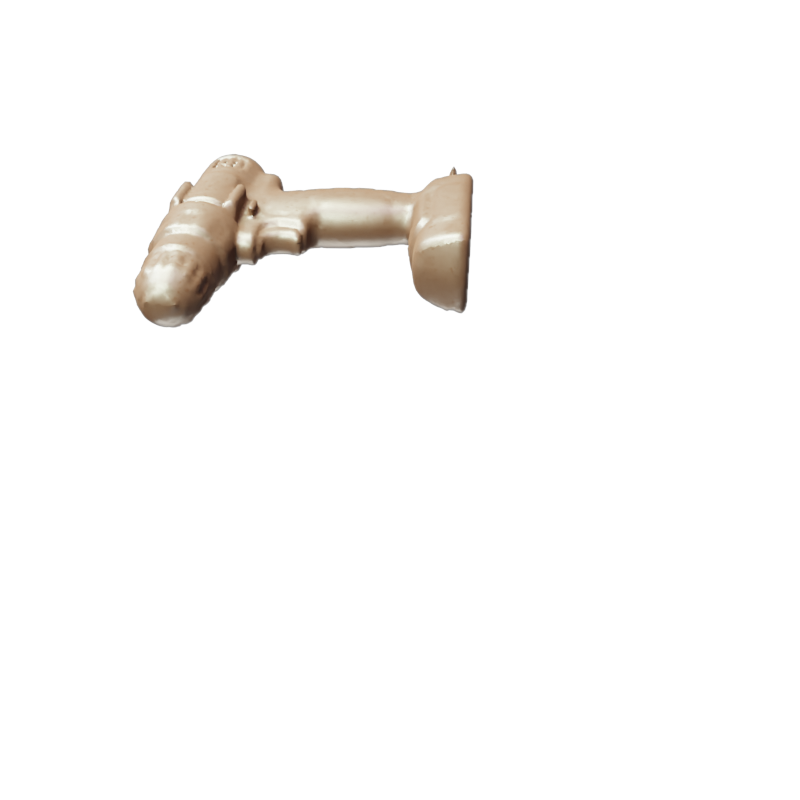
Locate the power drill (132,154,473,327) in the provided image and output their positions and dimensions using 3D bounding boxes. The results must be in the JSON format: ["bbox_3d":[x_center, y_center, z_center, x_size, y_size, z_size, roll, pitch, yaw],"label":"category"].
[{"bbox_3d":[-0.052,-0.095,0.662,0.190,0.054,0.194,5,34,7],"label":"power drill"}]
